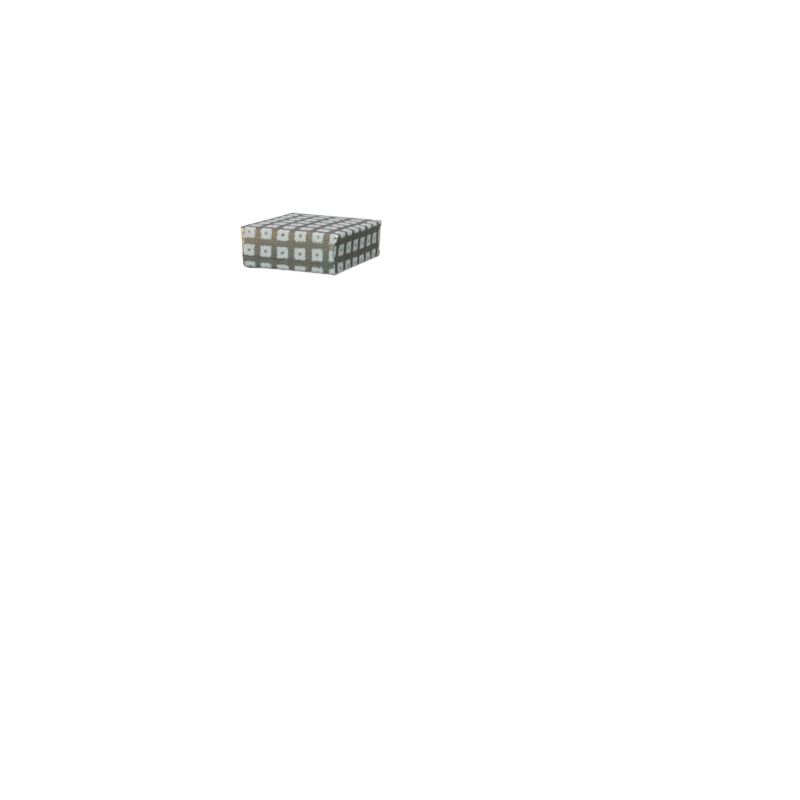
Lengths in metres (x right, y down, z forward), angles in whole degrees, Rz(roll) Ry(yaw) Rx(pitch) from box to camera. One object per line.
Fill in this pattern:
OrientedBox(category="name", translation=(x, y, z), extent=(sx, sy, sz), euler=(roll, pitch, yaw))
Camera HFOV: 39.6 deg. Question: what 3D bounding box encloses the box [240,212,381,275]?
OrientedBox(category="box", translation=(-0.076, -0.139, 0.975), extent=(0.093, 0.038, 0.114), euler=(6, 18, 19))
